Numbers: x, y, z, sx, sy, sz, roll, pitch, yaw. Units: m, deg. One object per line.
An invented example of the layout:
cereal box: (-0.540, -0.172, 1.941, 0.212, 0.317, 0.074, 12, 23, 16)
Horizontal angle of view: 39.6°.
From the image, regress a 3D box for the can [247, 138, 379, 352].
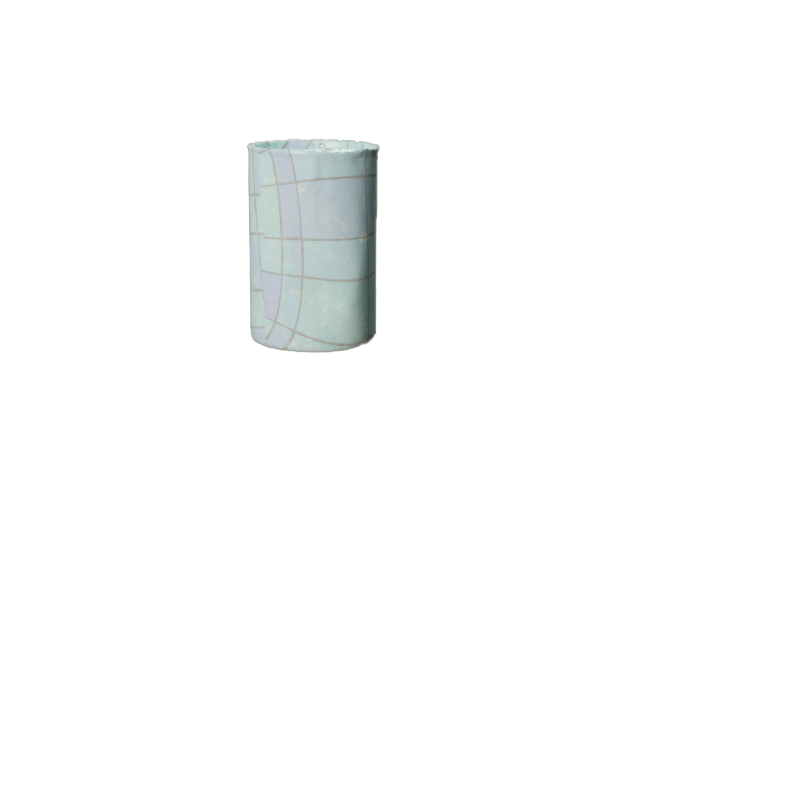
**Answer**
can: (-0.045, -0.082, 0.577, 0.068, 0.100, 0.071, 0, 13, -2)
